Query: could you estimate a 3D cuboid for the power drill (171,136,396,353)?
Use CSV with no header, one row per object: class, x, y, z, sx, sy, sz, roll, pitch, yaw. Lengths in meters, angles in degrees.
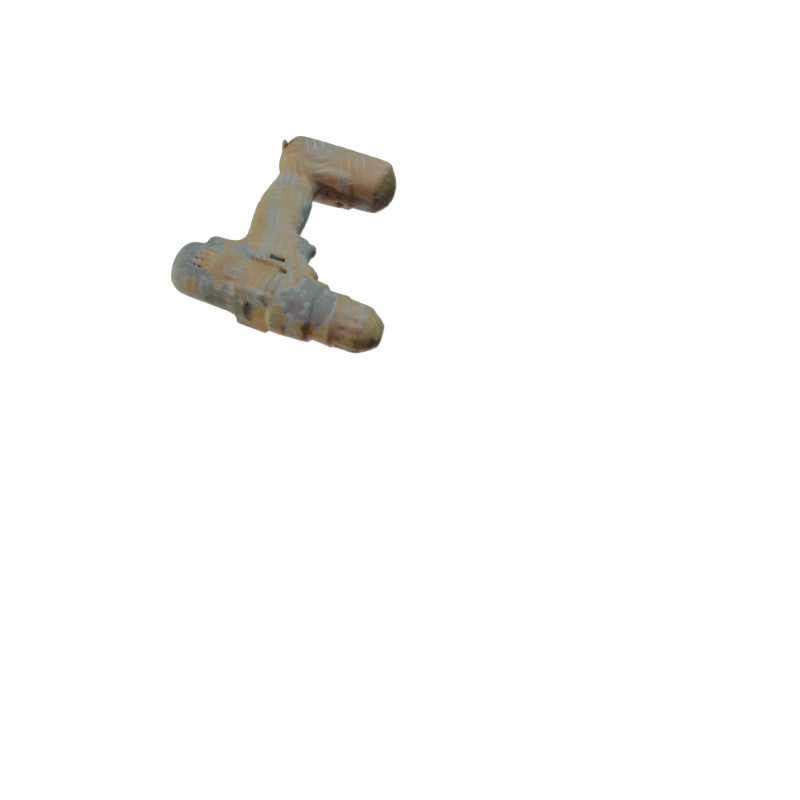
power drill,-0.073,-0.133,0.929,0.191,0.195,0.053,20,-37,15
